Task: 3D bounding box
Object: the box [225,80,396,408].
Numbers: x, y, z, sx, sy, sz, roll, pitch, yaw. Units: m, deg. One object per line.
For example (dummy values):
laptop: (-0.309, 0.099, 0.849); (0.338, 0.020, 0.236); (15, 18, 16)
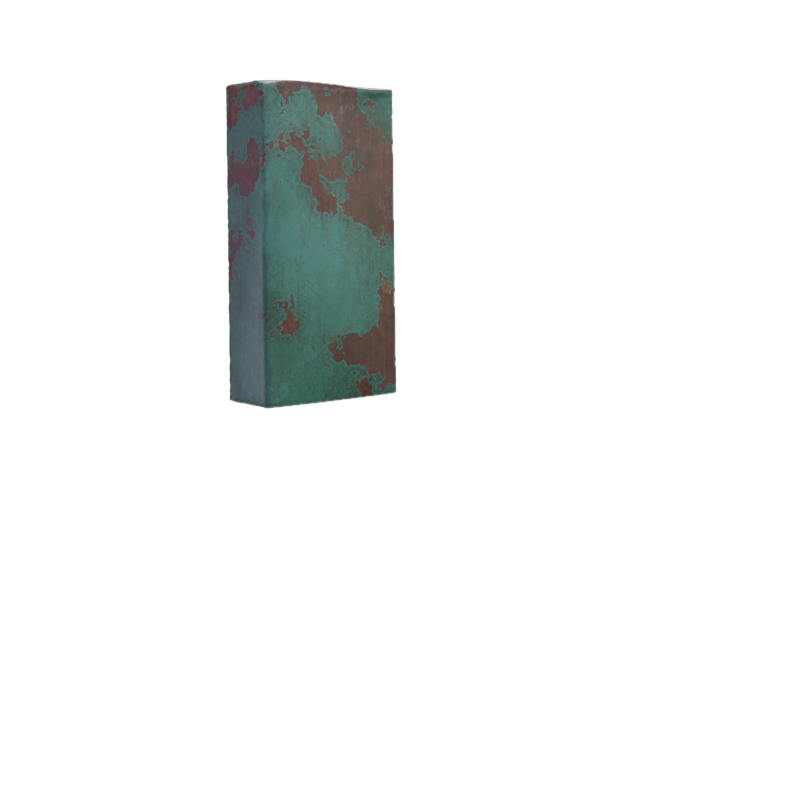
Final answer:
box: (-0.049, -0.089, 0.625); (0.090, 0.175, 0.050); (-3, 5, -38)
